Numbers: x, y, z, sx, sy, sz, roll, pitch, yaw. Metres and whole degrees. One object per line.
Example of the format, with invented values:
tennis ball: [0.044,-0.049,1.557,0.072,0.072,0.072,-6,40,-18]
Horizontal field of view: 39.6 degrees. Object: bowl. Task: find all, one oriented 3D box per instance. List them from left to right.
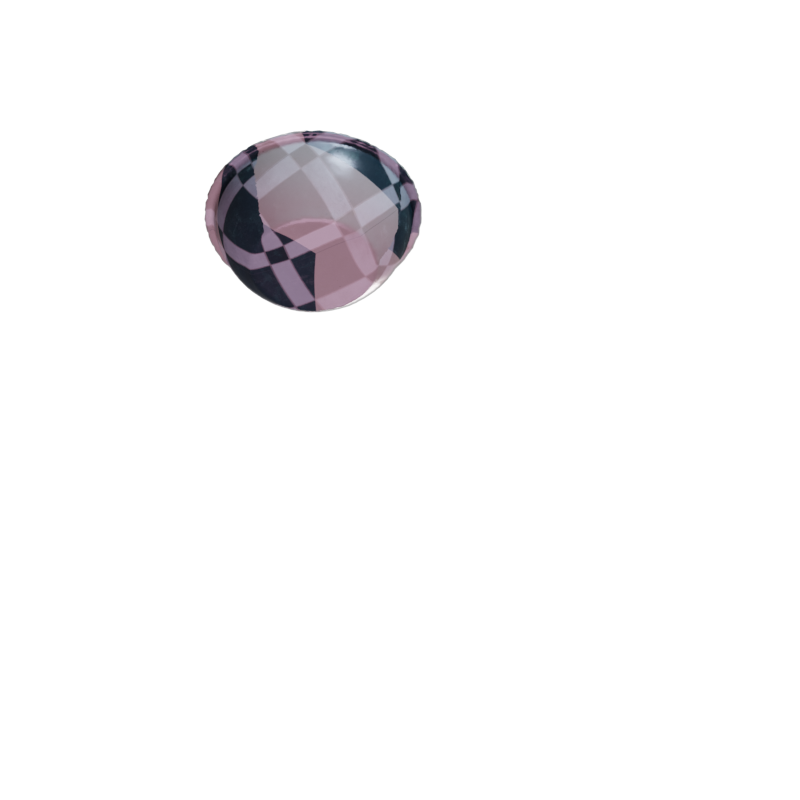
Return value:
bowl: [-0.063,-0.115,0.806,0.162,0.059,0.151,1,-44,-1]
